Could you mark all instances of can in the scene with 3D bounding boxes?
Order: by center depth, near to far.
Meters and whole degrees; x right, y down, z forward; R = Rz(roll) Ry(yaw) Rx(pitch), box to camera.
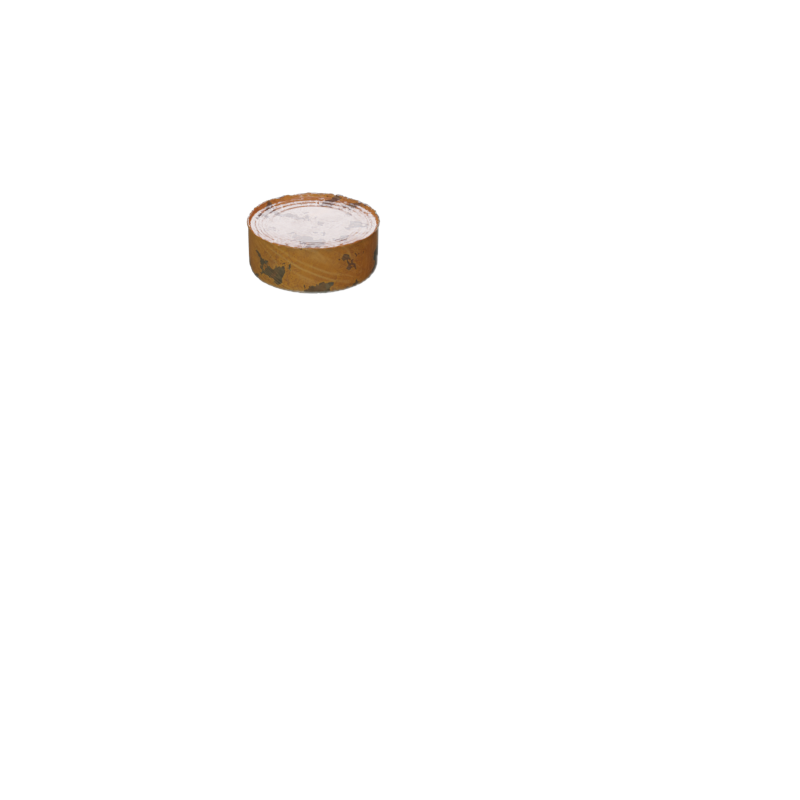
[{"bbox_3d":[-0.056,-0.103,0.720,0.086,0.032,0.091,-1,32,-2],"label":"can"}]
